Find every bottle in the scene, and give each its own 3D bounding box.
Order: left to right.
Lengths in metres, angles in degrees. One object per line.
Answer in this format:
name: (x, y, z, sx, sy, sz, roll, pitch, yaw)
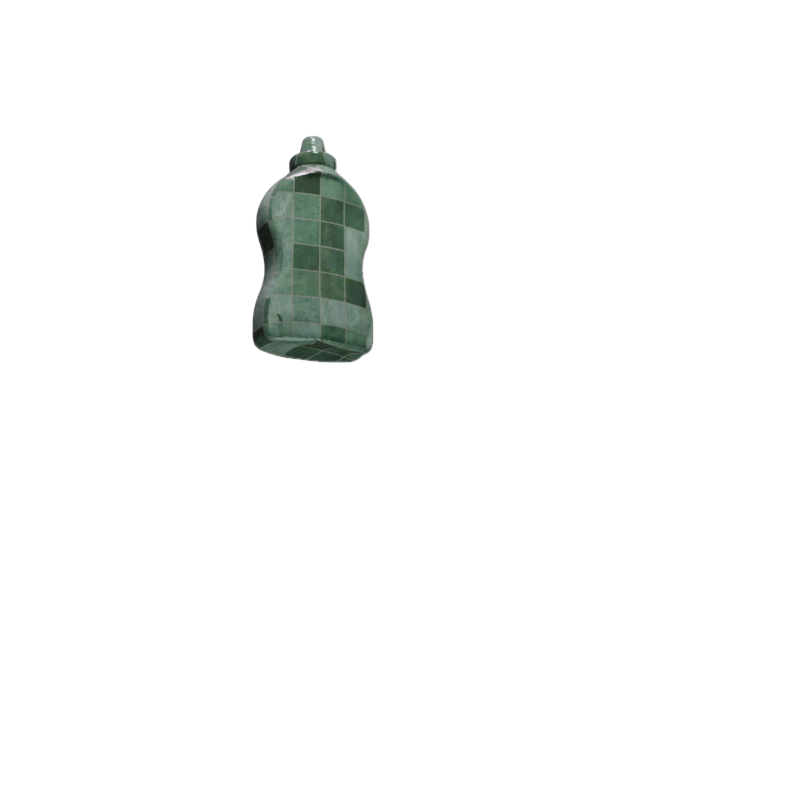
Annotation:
bottle: (-0.072, -0.131, 0.917, 0.093, 0.202, 0.057, 7, -23, -21)
